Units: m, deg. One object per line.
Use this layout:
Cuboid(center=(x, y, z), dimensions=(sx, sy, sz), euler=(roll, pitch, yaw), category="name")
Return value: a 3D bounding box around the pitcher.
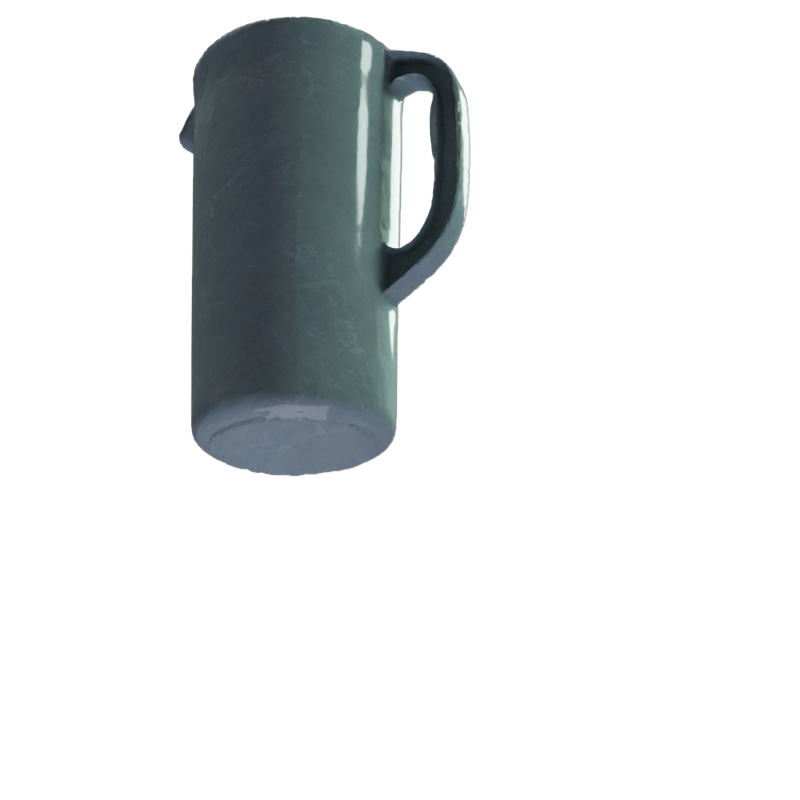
Cuboid(center=(-0.049, -0.090, 0.631), dimensions=(0.140, 0.258, 0.145), euler=(9, -29, -21), category="pitcher")
